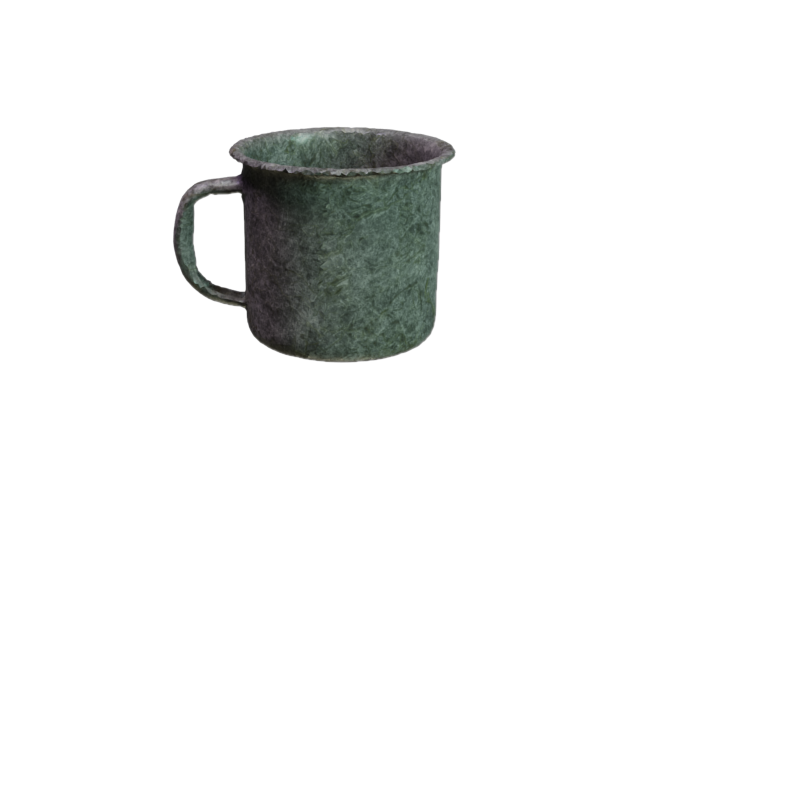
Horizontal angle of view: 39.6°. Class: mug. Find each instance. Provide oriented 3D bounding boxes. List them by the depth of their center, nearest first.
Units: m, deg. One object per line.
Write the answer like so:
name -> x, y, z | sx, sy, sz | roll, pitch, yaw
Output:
mug -> -0.037, -0.067, 0.467 | 0.116, 0.078, 0.098 | -2, 21, -8
